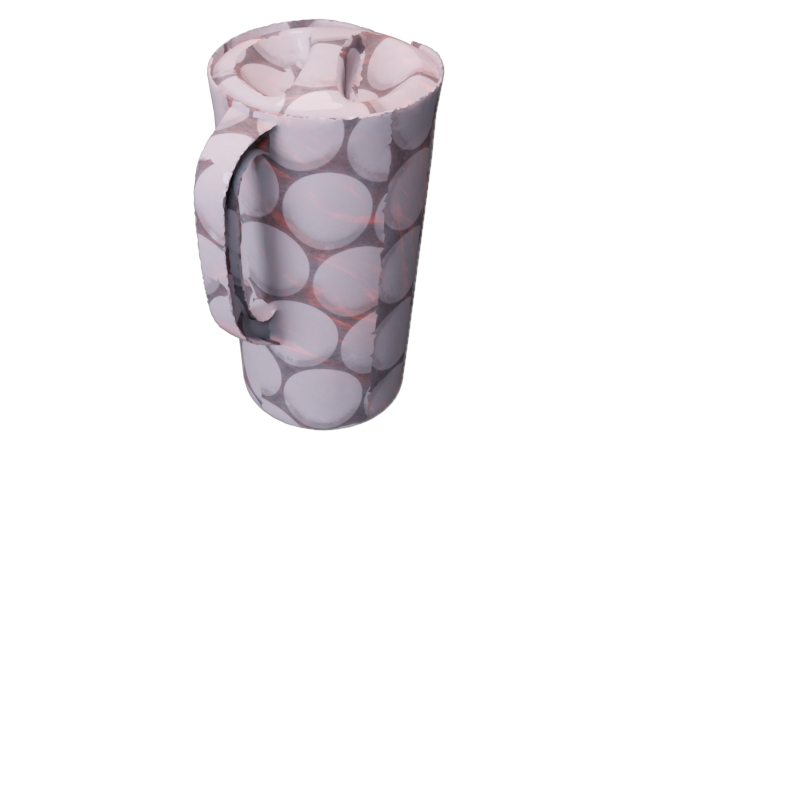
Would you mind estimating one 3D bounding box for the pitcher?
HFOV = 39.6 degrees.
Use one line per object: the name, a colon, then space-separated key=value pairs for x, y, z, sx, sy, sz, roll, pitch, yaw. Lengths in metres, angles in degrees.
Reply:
pitcher: x=-0.053 y=-0.097 z=0.679 sx=0.147 sy=0.227 sz=0.156 roll=-6 pitch=37 yaw=-11
